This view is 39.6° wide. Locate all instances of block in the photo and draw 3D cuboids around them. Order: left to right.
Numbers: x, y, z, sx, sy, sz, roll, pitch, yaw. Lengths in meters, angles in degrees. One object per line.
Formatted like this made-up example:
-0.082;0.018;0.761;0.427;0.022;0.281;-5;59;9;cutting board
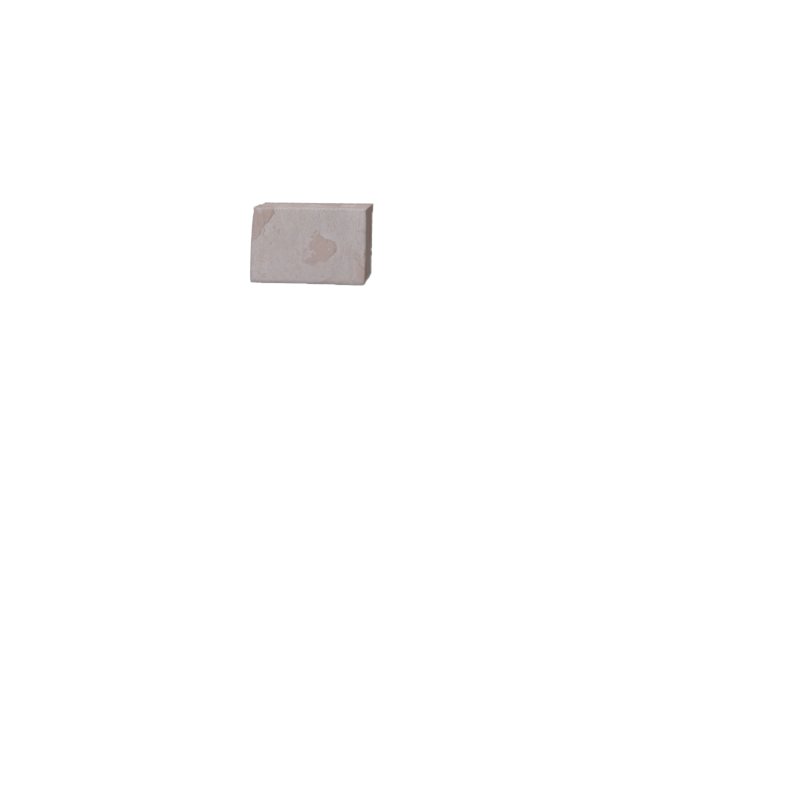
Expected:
-0.059;-0.107;0.752;0.079;0.050;0.053;2;11;7;block
